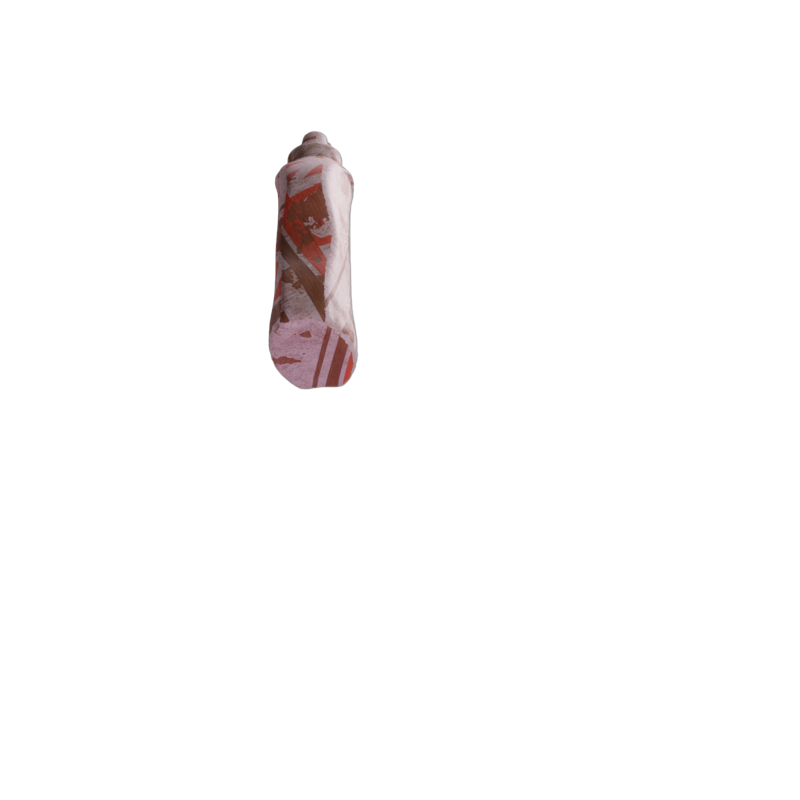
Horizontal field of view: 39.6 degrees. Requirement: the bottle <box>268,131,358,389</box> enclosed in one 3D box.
[{"bbox_3d":[-0.061,-0.112,0.782,0.059,0.205,0.089,-6,-32,5],"label":"bottle"}]
